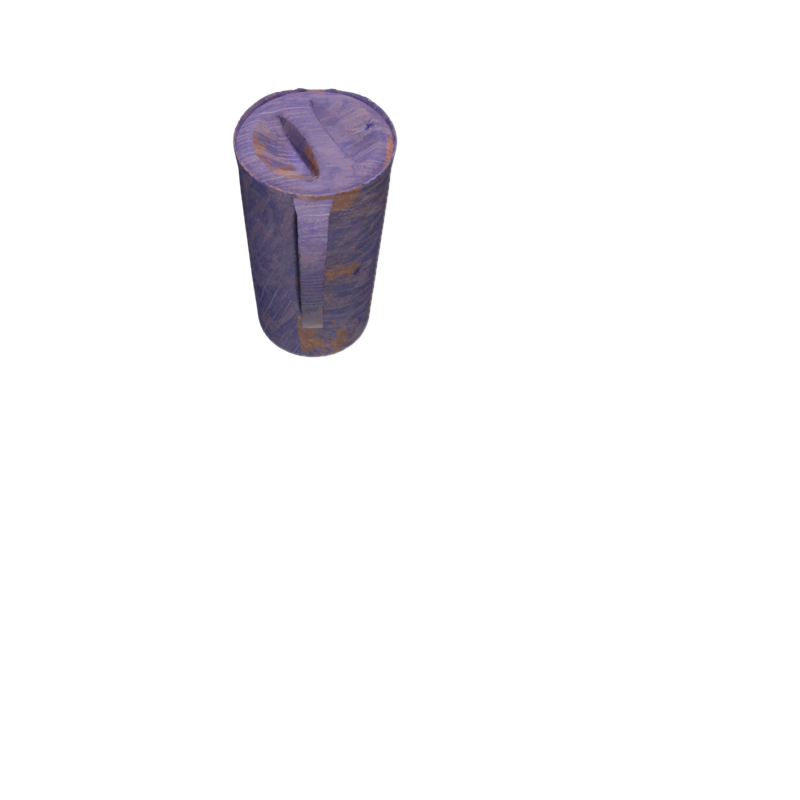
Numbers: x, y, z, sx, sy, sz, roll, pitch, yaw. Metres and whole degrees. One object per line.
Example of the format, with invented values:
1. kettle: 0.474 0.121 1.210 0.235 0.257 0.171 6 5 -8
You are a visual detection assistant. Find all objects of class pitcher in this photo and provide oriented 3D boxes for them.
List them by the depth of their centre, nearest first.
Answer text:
1. pitcher: -0.076 -0.139 0.977 0.154 0.227 0.151 37 59 23
